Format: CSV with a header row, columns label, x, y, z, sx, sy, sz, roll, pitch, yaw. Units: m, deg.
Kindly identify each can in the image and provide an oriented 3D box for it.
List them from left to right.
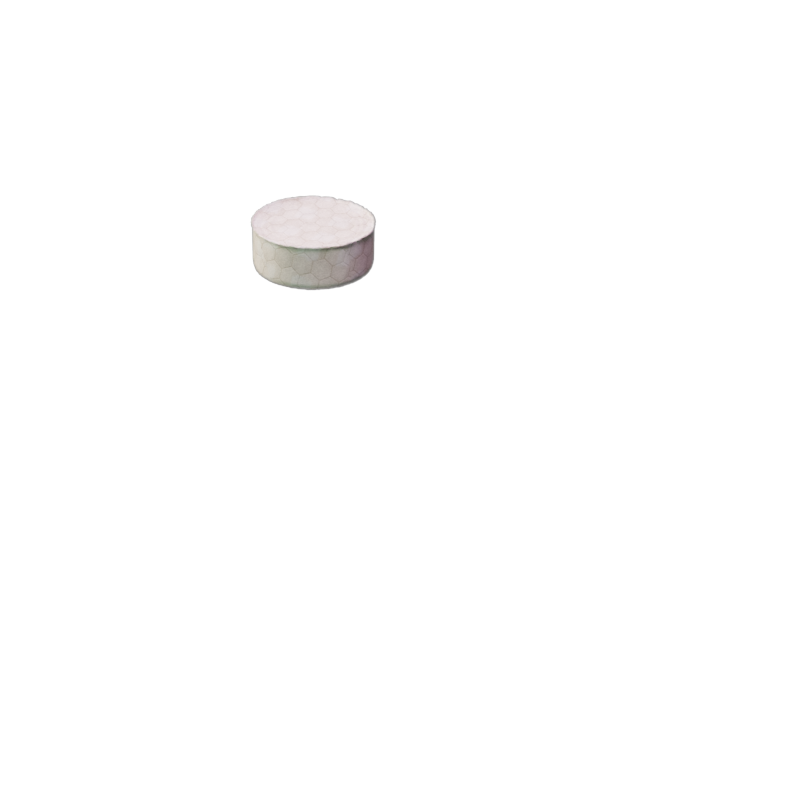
label,x,y,z,sx,sy,sz,roll,pitch,yaw
can,-0.060,-0.109,0.765,0.086,0.032,0.091,-1,31,-2
